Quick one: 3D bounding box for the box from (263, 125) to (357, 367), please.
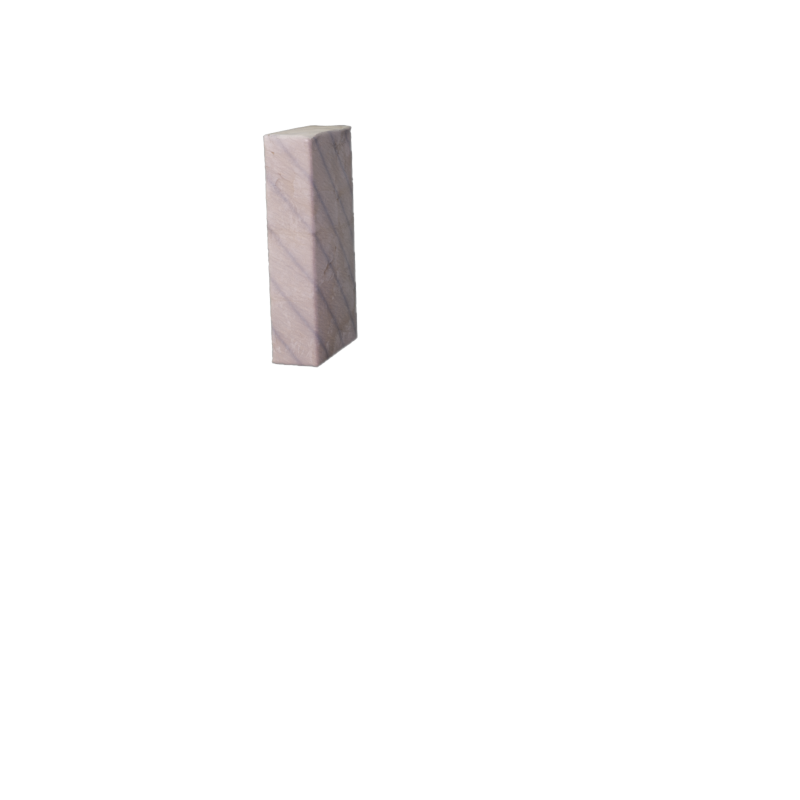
[{"bbox_3d":[-0.067,-0.123,0.865,0.049,0.171,0.094,5,14,17],"label":"box"}]
